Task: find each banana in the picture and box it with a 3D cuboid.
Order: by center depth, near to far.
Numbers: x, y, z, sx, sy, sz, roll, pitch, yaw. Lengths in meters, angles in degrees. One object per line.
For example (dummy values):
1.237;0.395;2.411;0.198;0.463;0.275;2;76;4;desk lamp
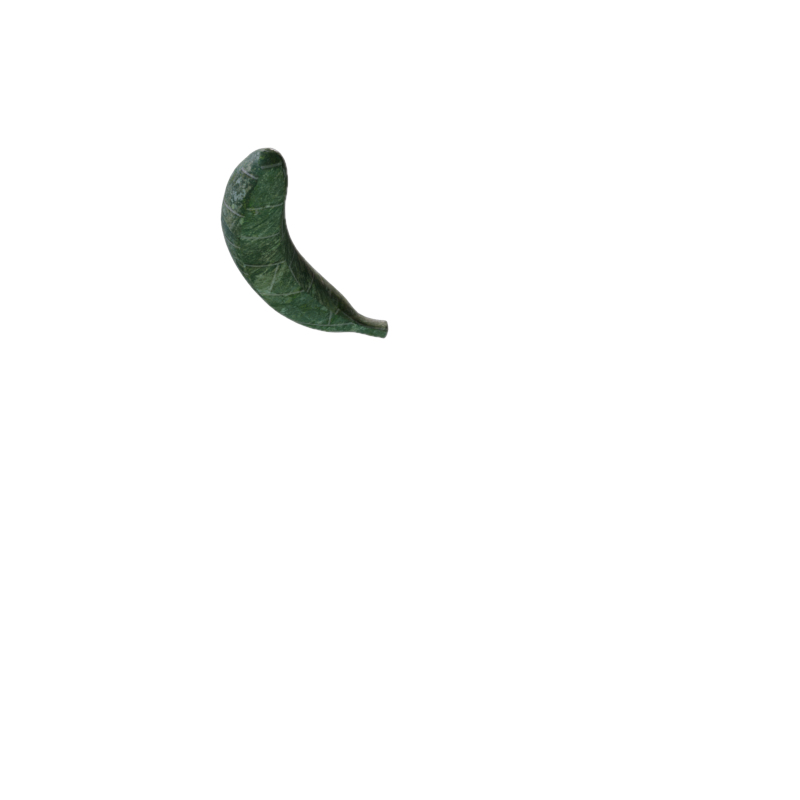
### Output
-0.068;-0.089;0.664;0.070;0.039;0.183;-9;-28;16;banana
